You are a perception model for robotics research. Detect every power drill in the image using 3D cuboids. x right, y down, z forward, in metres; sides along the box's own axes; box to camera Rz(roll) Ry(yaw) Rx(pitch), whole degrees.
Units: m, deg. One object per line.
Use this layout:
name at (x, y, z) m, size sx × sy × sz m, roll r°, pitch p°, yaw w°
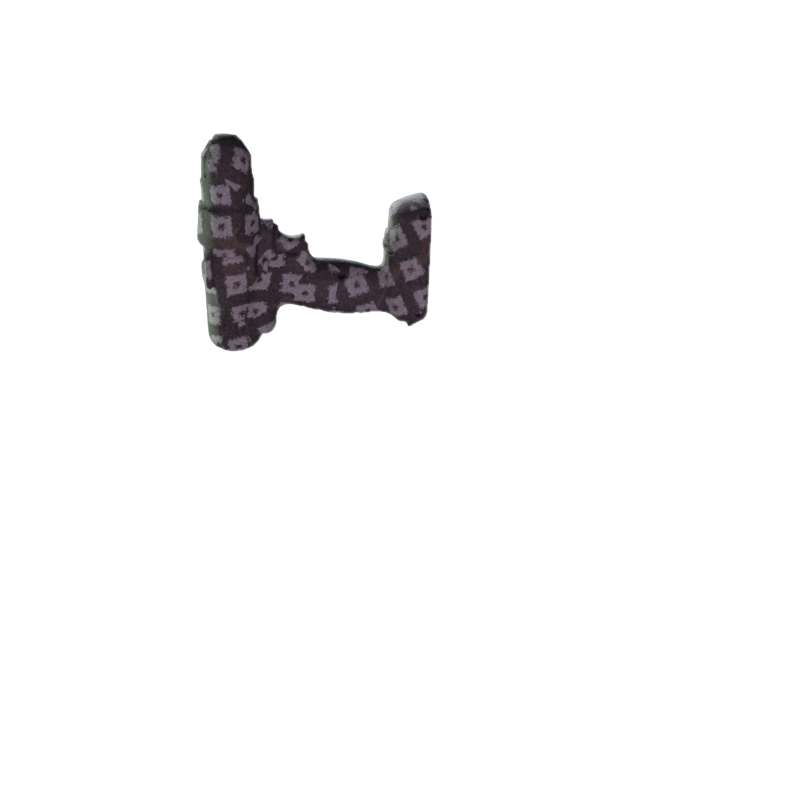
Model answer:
power drill at (-0.071, -0.129, 0.901) m, size 0.187 × 0.174 × 0.061 m, roll 0°, pitch 26°, yaw 0°
